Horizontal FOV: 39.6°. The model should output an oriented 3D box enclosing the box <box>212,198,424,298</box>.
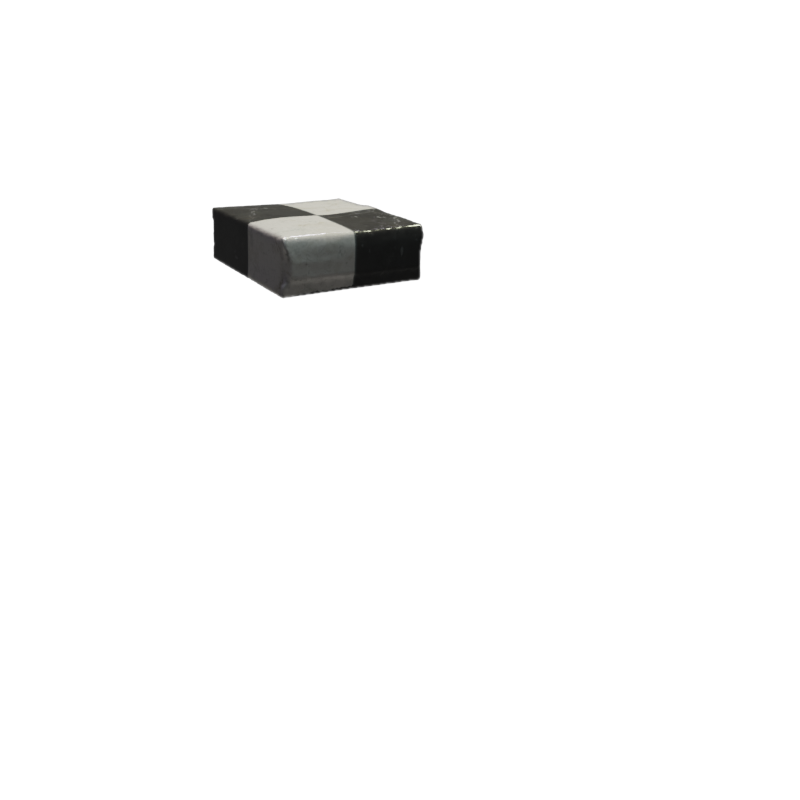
[{"bbox_3d":[-0.042,-0.077,0.538,0.071,0.029,0.095,-9,20,-26],"label":"box"}]
